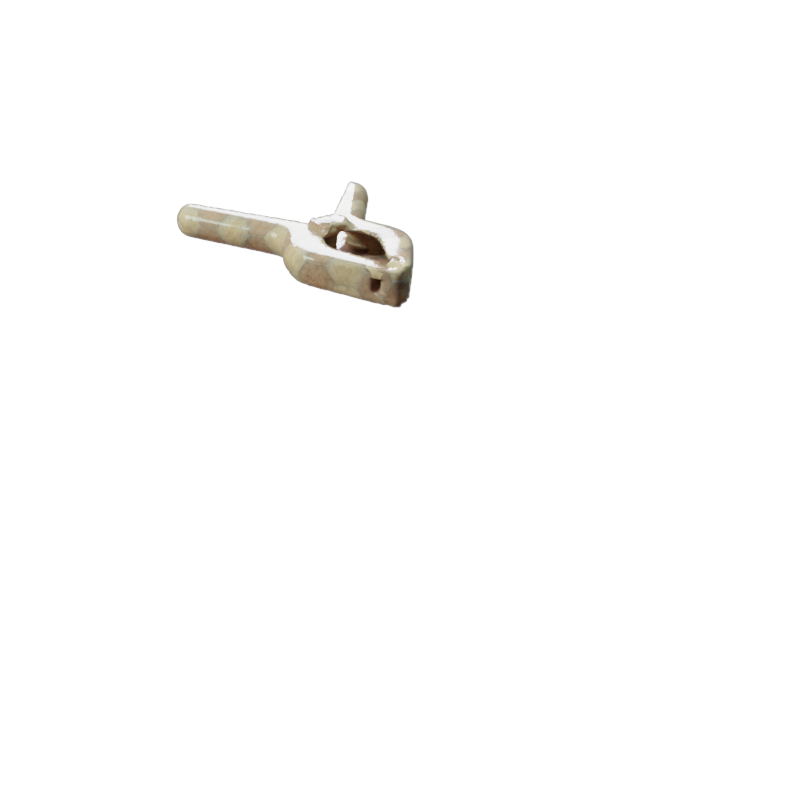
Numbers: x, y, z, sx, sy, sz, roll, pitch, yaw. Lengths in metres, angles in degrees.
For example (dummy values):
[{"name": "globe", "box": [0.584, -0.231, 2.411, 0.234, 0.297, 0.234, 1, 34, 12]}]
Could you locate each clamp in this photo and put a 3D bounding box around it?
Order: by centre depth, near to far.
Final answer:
[{"name": "clamp", "box": [-0.064, -0.116, 0.813, 0.161, 0.035, 0.225, -11, 29, -21]}]
